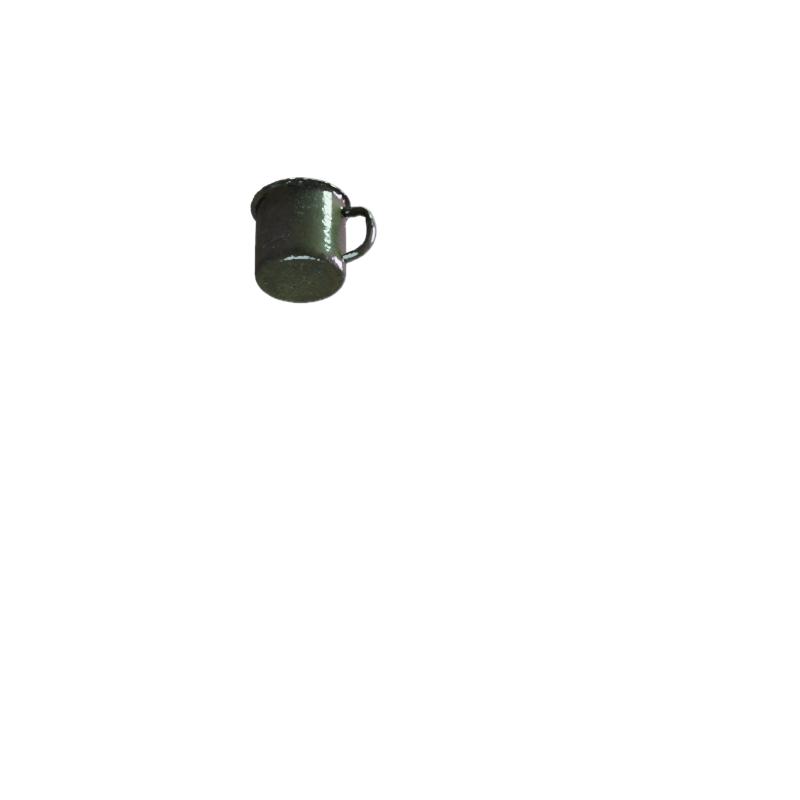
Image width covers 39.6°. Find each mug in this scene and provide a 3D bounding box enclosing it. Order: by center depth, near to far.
[{"bbox_3d":[-0.078,-0.142,0.994,0.118,0.087,0.086,-8,-31,12],"label":"mug"}]
